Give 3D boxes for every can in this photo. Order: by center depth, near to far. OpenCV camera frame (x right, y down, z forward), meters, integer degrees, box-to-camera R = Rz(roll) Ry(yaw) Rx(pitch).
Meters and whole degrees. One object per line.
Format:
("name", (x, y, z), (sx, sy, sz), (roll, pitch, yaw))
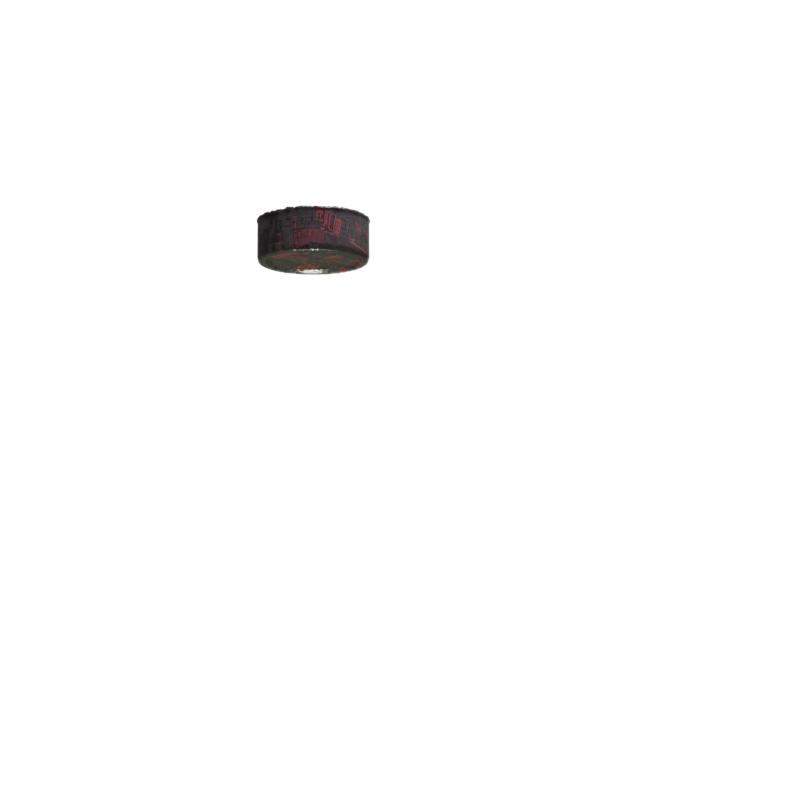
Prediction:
("can", (-0.065, -0.119, 0.836), (0.086, 0.034, 0.084), (0, -7, -2))
